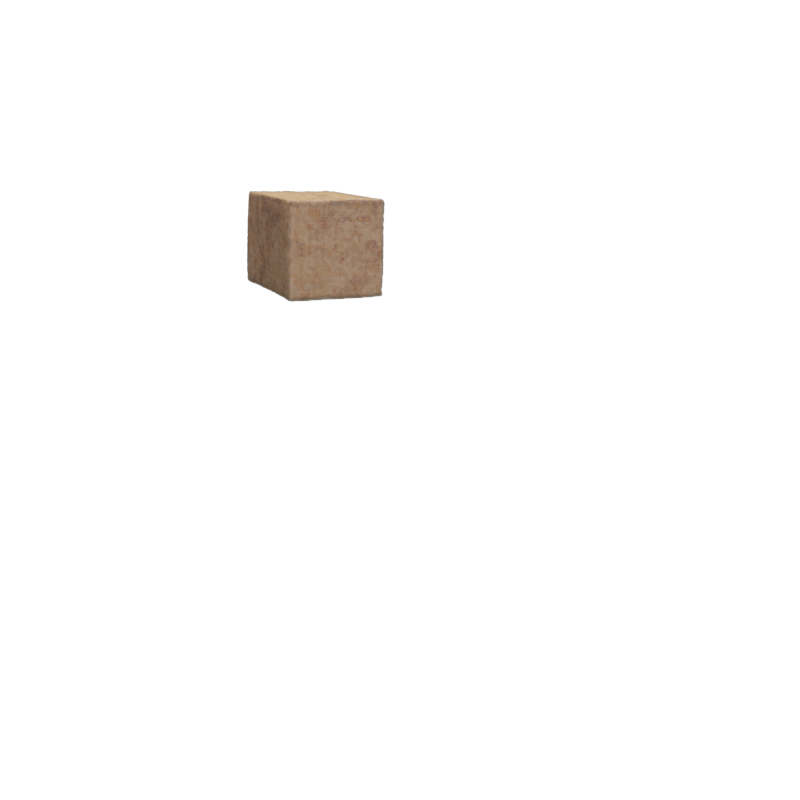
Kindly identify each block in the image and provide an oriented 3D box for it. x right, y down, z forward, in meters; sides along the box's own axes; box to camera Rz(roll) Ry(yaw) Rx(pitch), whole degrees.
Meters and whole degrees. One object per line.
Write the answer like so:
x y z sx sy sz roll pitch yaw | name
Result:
-0.046 -0.084 0.592 0.051 0.050 0.082 -4 12 -22 | block
